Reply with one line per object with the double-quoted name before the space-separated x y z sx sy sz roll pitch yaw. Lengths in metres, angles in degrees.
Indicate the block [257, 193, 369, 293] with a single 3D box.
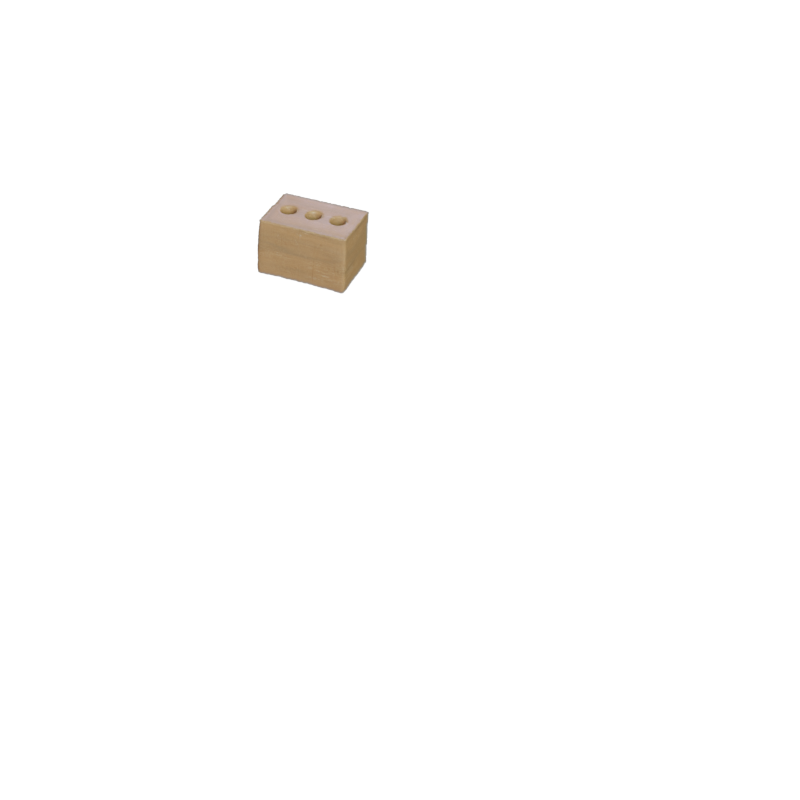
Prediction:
"block" -0.071 -0.129 0.904 0.081 0.048 0.054 14 38 18
